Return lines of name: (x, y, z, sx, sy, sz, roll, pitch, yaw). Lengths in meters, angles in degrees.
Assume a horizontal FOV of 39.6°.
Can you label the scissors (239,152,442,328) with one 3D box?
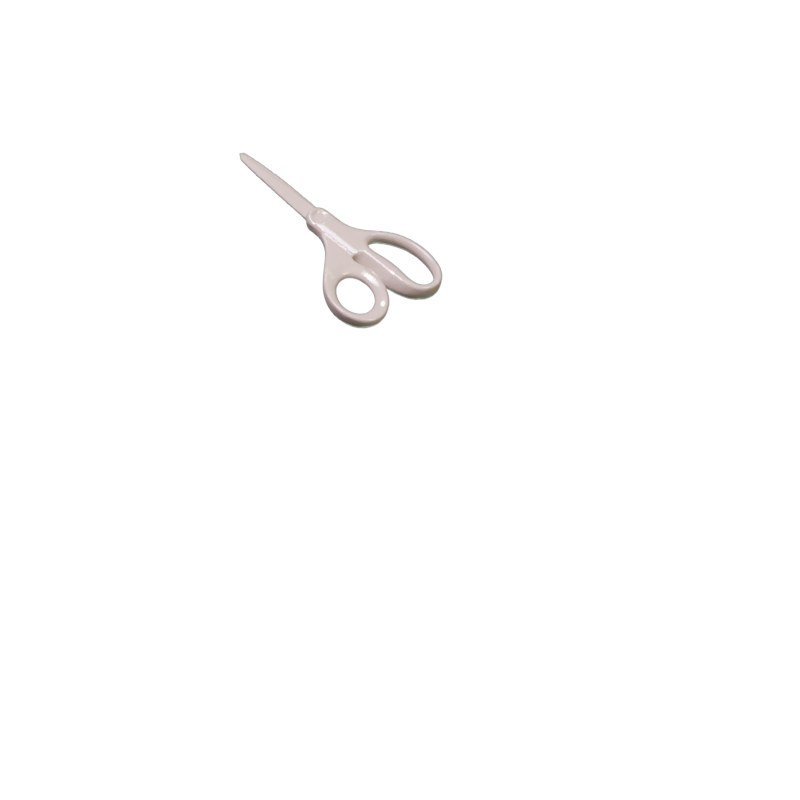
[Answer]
scissors: (-0.066, -0.120, 0.839, 0.211, 0.099, 0.015, 28, -32, 19)
